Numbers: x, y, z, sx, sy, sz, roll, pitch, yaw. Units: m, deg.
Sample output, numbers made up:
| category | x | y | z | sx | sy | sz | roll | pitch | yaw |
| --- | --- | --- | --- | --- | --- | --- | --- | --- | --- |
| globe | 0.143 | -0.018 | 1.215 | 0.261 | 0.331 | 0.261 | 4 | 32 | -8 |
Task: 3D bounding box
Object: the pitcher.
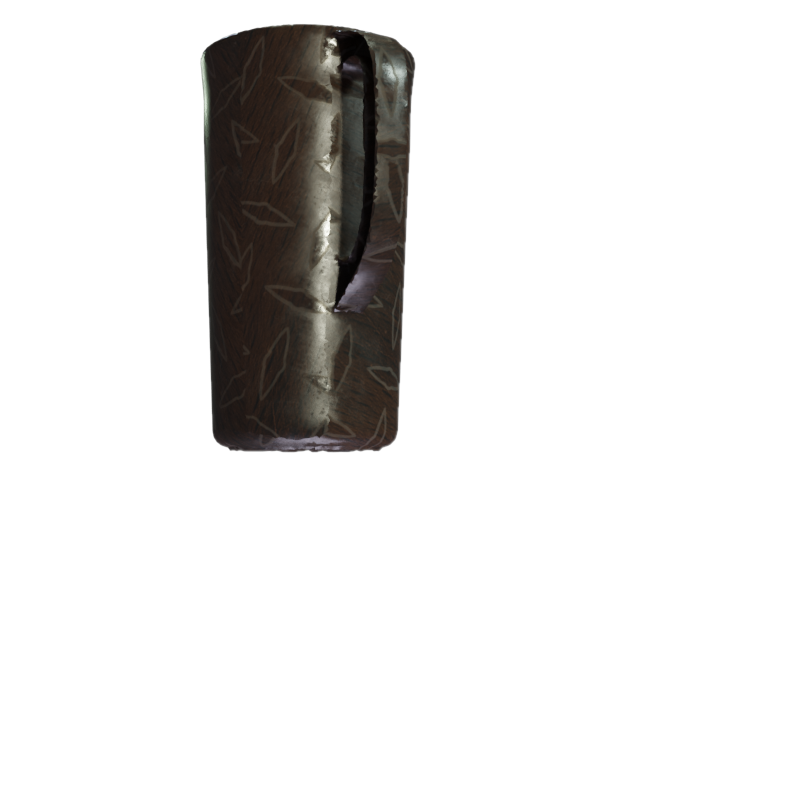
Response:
| category | x | y | z | sx | sy | sz | roll | pitch | yaw |
| --- | --- | --- | --- | --- | --- | --- | --- | --- | --- |
| pitcher | -0.051 | -0.094 | 0.656 | 0.148 | 0.249 | 0.143 | -3 | -10 | 16 |
